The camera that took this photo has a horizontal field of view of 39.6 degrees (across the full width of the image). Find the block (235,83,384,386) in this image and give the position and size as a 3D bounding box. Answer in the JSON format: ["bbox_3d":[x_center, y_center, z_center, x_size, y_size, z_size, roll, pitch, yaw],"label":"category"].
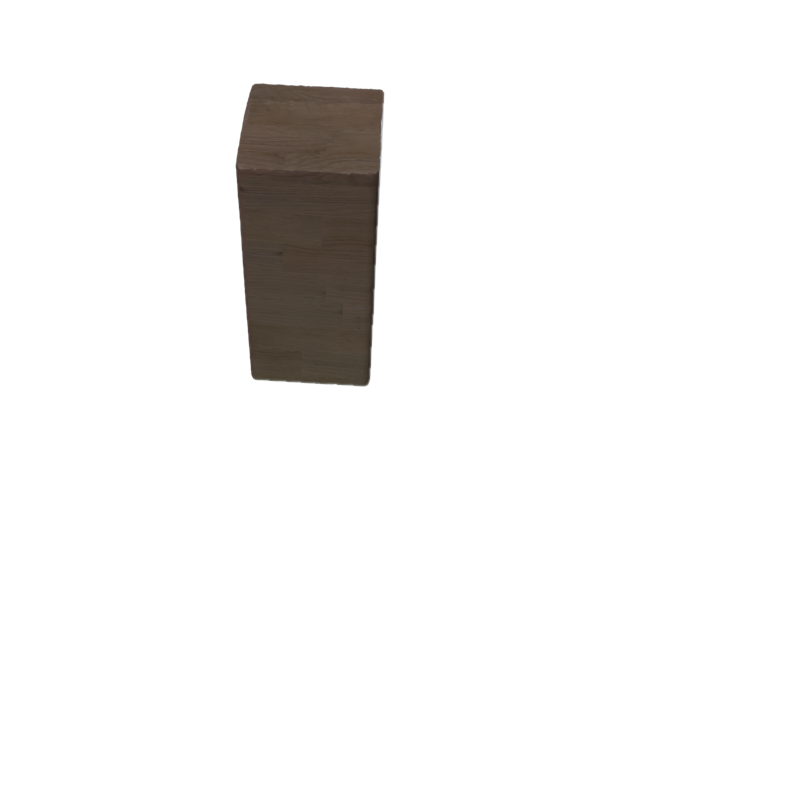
[{"bbox_3d":[-0.061,-0.110,0.774,0.091,0.096,0.192,4,-42,0],"label":"block"}]
